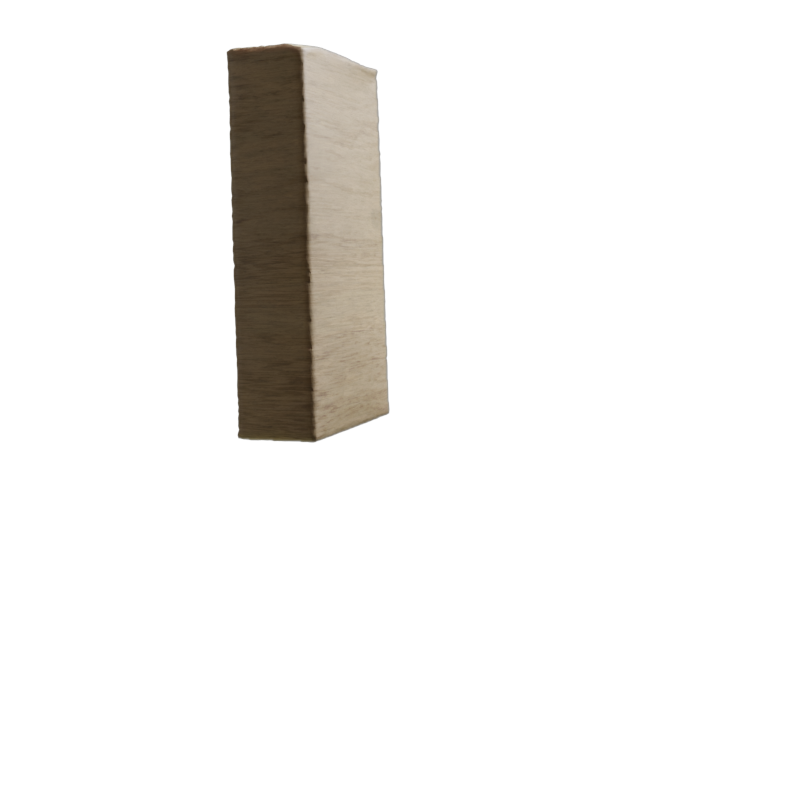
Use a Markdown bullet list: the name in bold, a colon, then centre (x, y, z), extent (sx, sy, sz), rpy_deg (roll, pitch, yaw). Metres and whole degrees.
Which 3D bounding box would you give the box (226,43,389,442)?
- **box**: centre (-0.041, -0.075, 0.528), extent (0.049, 0.176, 0.091), rpy_deg (1, 3, 22)
